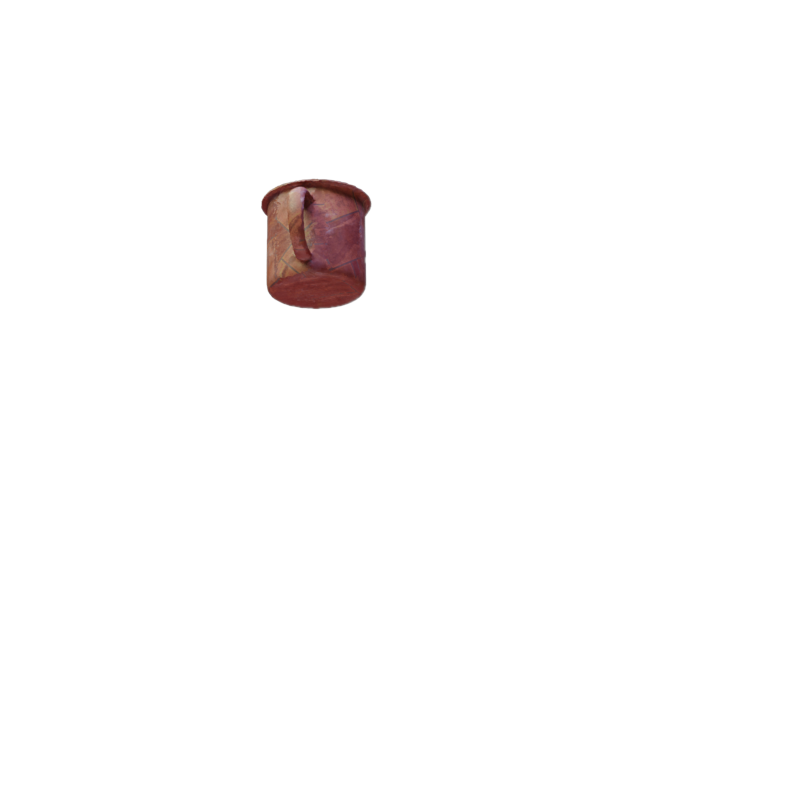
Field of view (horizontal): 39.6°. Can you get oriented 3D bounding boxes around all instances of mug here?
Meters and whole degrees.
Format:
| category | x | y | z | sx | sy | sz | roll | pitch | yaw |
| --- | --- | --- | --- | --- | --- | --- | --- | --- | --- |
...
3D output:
| category | x | y | z | sx | sy | sz | roll | pitch | yaw |
| --- | --- | --- | --- | --- | --- | --- | --- | --- | --- |
| mug | -0.071 | -0.129 | 0.906 | 0.094 | 0.086 | 0.110 | -4 | -20 | 8 |
